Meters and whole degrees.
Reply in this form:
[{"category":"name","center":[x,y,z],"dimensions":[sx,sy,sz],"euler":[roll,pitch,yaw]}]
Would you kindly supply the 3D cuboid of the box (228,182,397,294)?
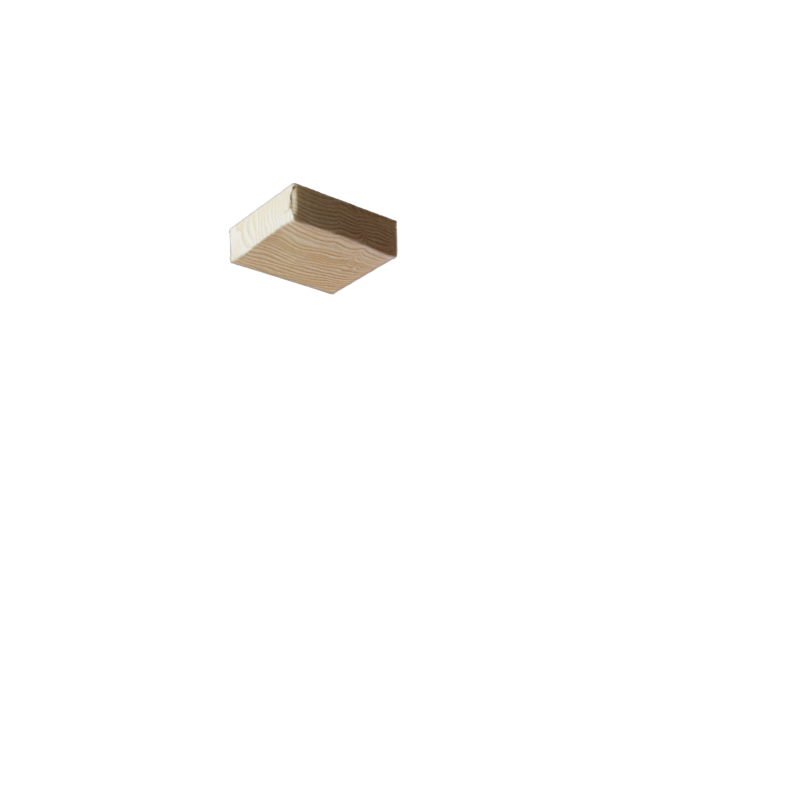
[{"category":"box","center":[-0.072,-0.131,0.917],"dimensions":[0.107,0.041,0.090],"euler":[18,-29,-36]}]
